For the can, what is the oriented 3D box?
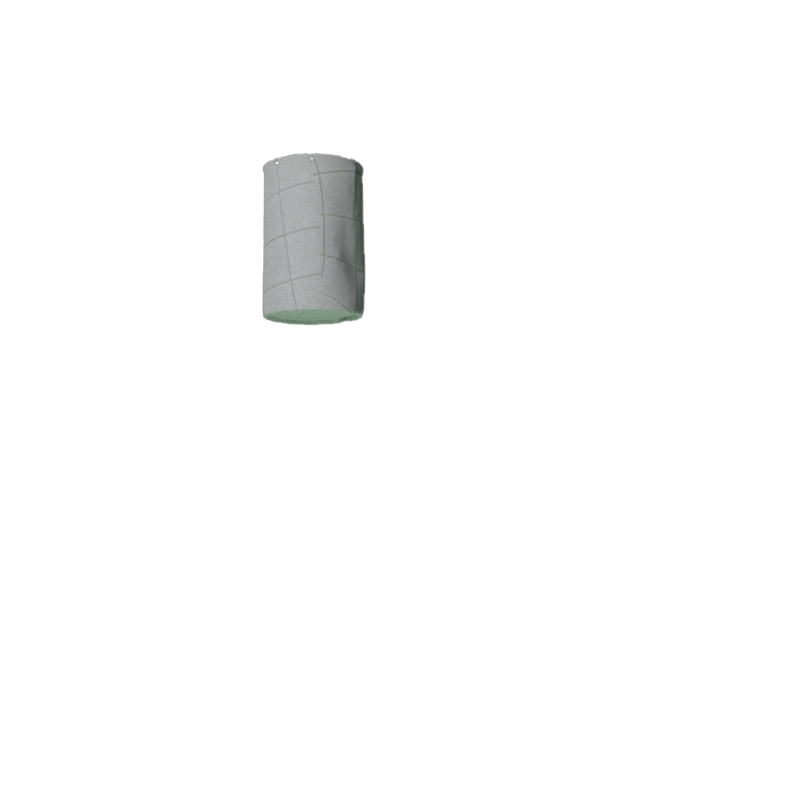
[{"bbox_3d":[-0.057,-0.105,0.734,0.068,0.105,0.067,0,-10,-2],"label":"can"}]
